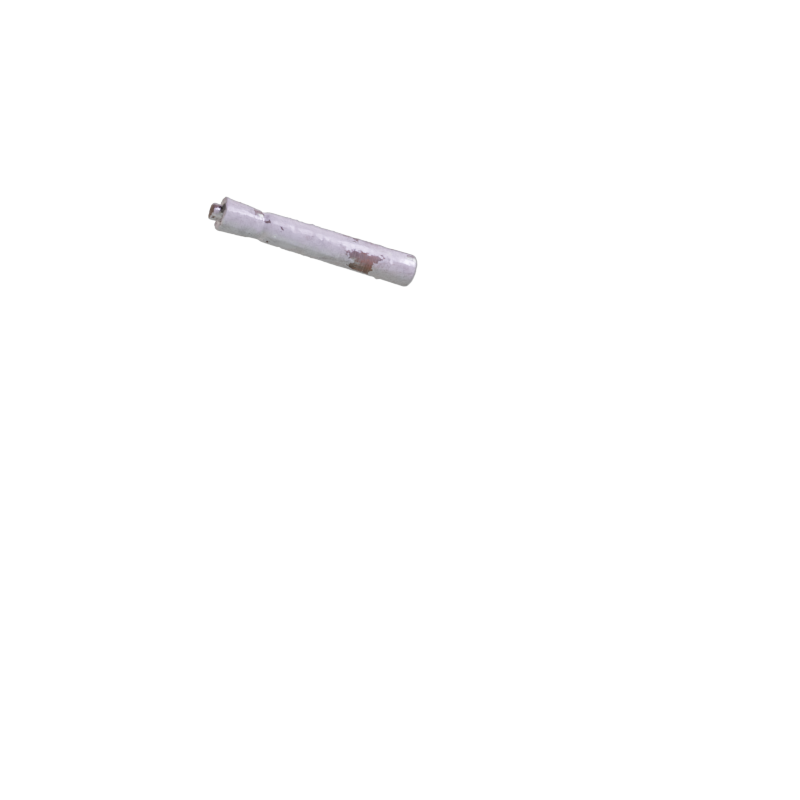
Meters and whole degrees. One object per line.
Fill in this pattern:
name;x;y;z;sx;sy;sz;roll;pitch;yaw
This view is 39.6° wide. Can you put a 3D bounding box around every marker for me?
marker;-0.048;-0.087;0.612;0.117;0.020;0.020;15;-1;-19
